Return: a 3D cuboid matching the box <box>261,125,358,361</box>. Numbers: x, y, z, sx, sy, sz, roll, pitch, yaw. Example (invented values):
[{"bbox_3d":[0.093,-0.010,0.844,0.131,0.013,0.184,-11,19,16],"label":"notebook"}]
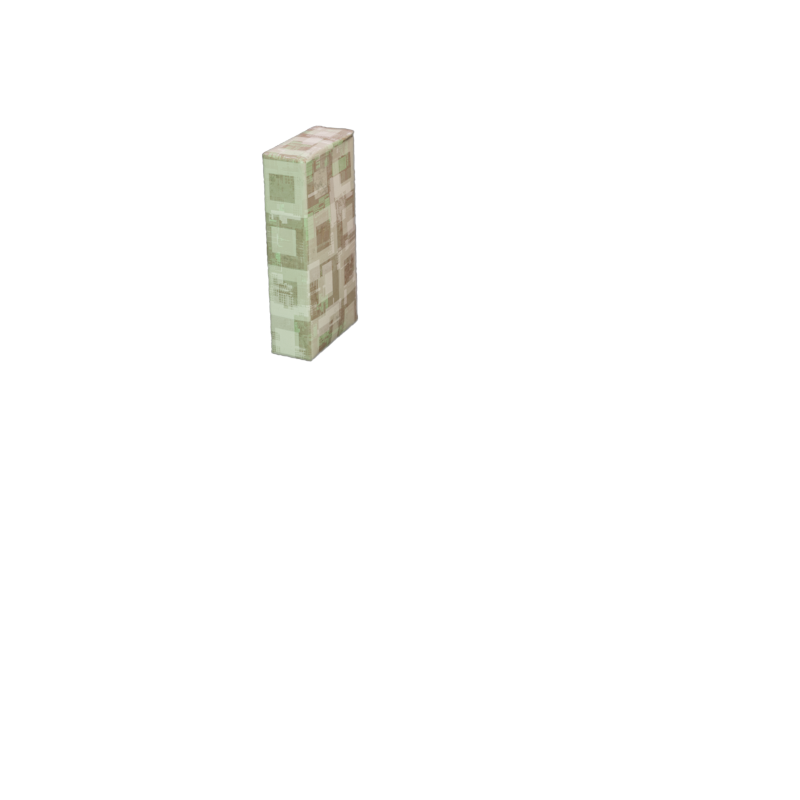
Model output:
[{"bbox_3d":[-0.072,-0.132,0.926,0.050,0.167,0.095,12,27,21],"label":"box"}]
